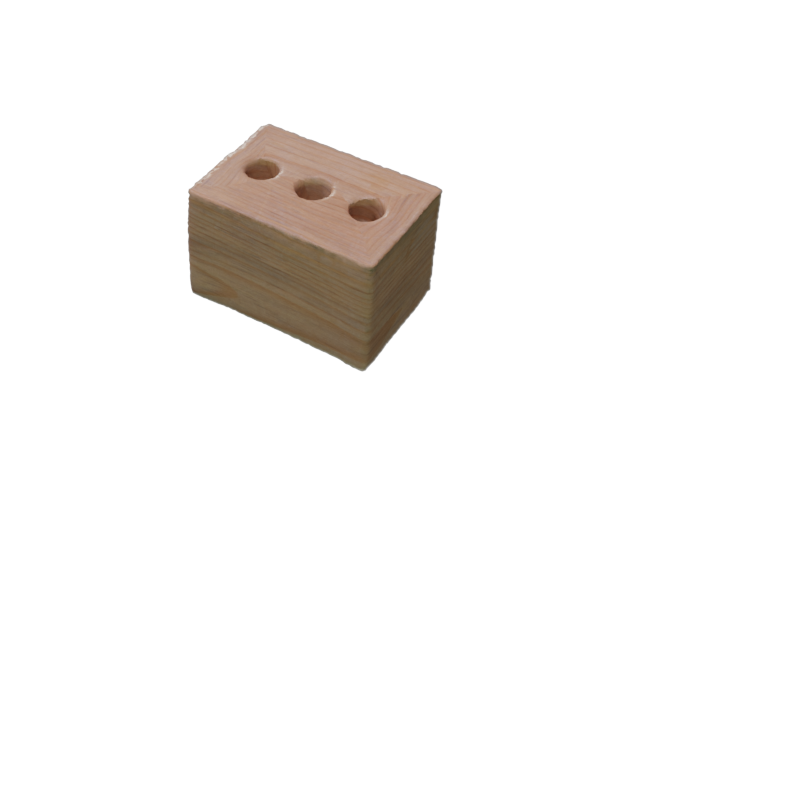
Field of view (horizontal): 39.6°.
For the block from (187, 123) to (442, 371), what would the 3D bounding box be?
[{"bbox_3d":[-0.032,-0.058,0.405,0.081,0.048,0.054,24,49,21],"label":"block"}]
